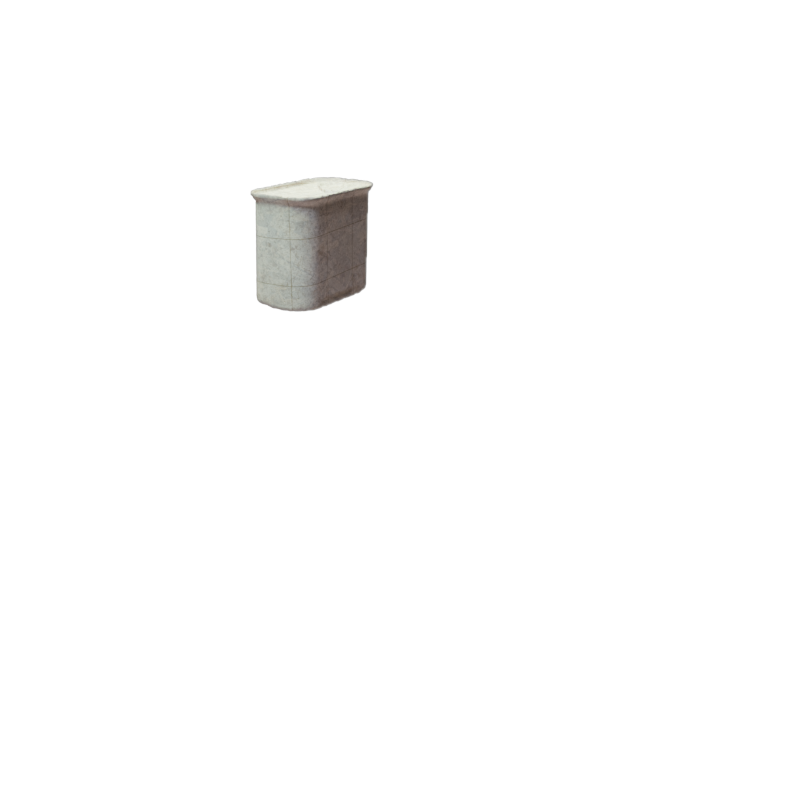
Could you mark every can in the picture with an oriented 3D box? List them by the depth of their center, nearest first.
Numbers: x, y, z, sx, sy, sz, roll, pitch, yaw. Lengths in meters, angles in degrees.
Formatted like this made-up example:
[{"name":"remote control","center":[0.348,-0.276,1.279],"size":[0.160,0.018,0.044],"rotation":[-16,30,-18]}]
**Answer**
[{"name":"can","center":[-0.065,-0.118,0.825],"size":[0.060,0.081,0.101],"rotation":[9,18,30]}]
